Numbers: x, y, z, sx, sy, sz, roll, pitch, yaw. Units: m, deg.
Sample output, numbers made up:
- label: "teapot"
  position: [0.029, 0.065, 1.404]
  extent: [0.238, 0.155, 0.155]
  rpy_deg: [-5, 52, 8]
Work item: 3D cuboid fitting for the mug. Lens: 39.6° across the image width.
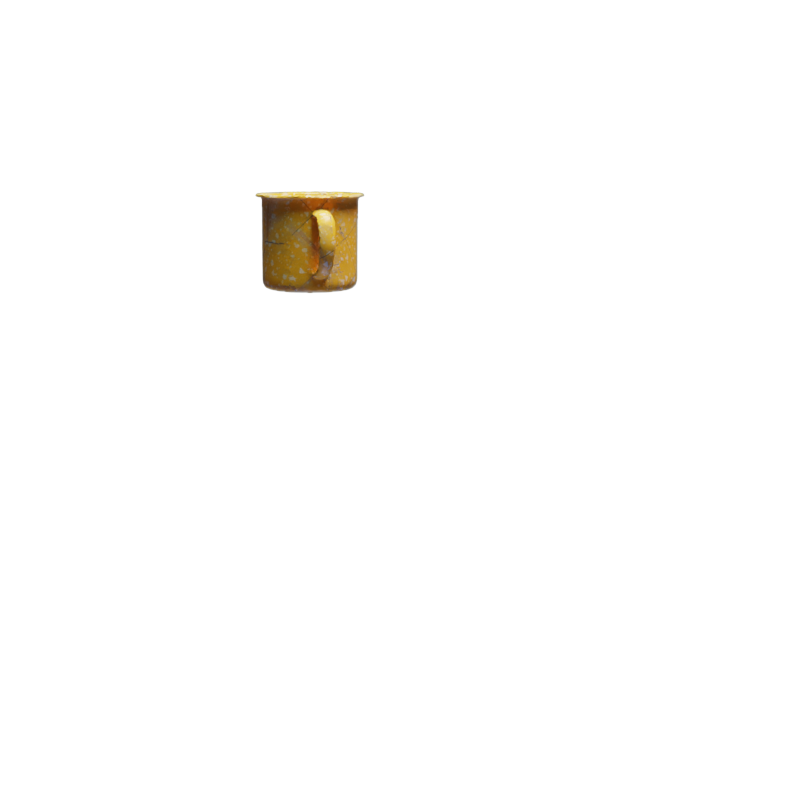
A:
- label: "mug"
  position: [-0.073, -0.134, 0.938]
  extent: [0.091, 0.080, 0.122]
  rpy_deg: [-3, 10, -17]
